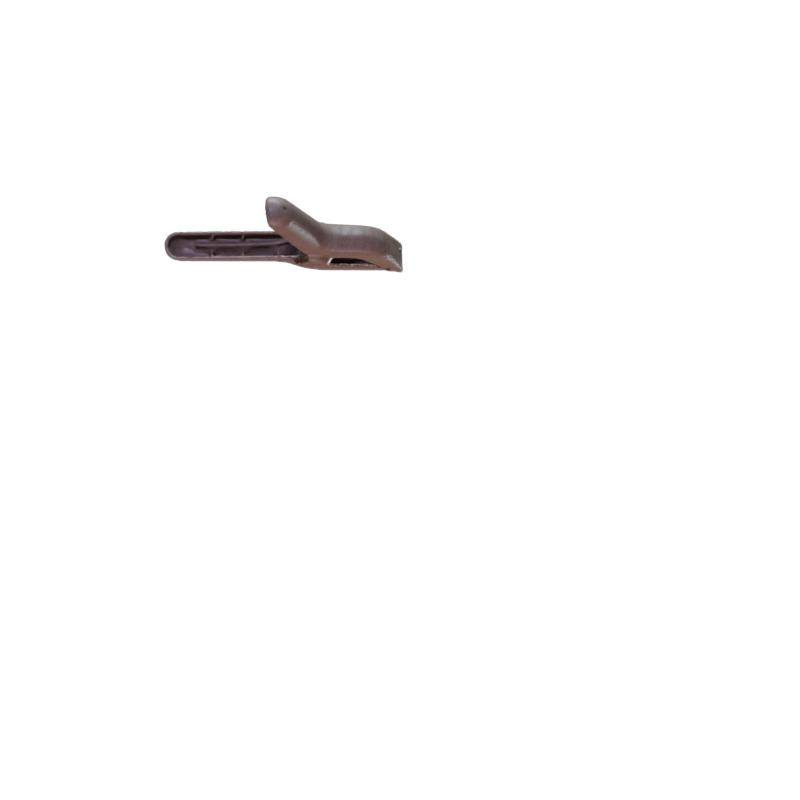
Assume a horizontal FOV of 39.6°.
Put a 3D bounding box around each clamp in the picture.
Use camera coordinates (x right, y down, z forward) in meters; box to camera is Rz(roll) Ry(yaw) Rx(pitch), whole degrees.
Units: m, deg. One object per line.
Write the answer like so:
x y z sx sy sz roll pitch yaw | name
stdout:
-0.074 -0.135 0.944 0.202 0.037 0.168 3 -5 -32 | clamp
